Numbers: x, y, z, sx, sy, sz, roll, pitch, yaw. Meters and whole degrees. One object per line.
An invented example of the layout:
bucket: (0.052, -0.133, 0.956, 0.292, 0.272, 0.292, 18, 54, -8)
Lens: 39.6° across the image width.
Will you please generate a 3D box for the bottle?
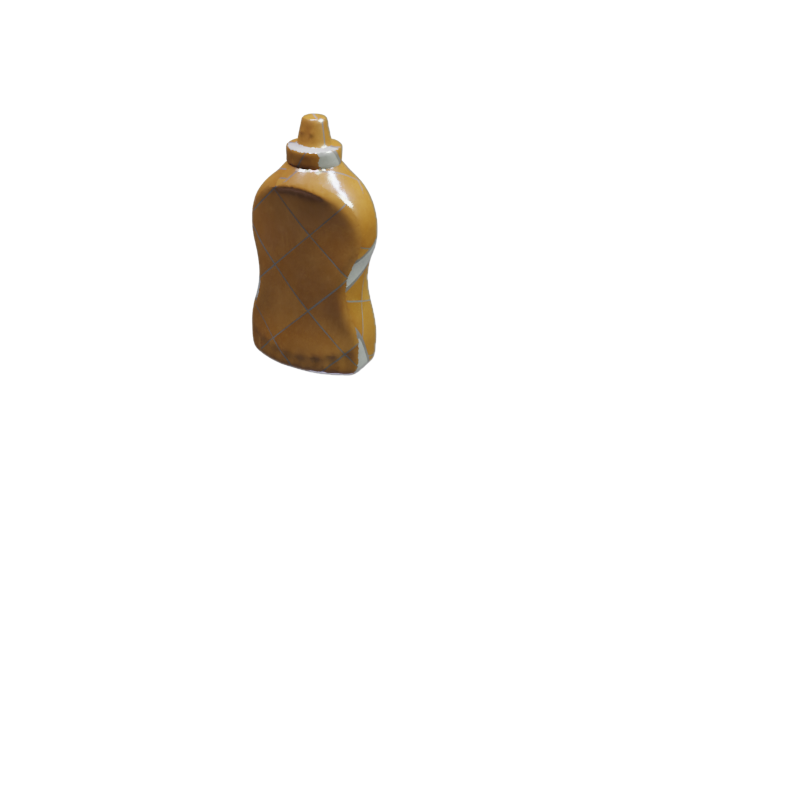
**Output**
bottle: (-0.064, -0.118, 0.822, 0.101, 0.182, 0.059, 15, 27, 27)
